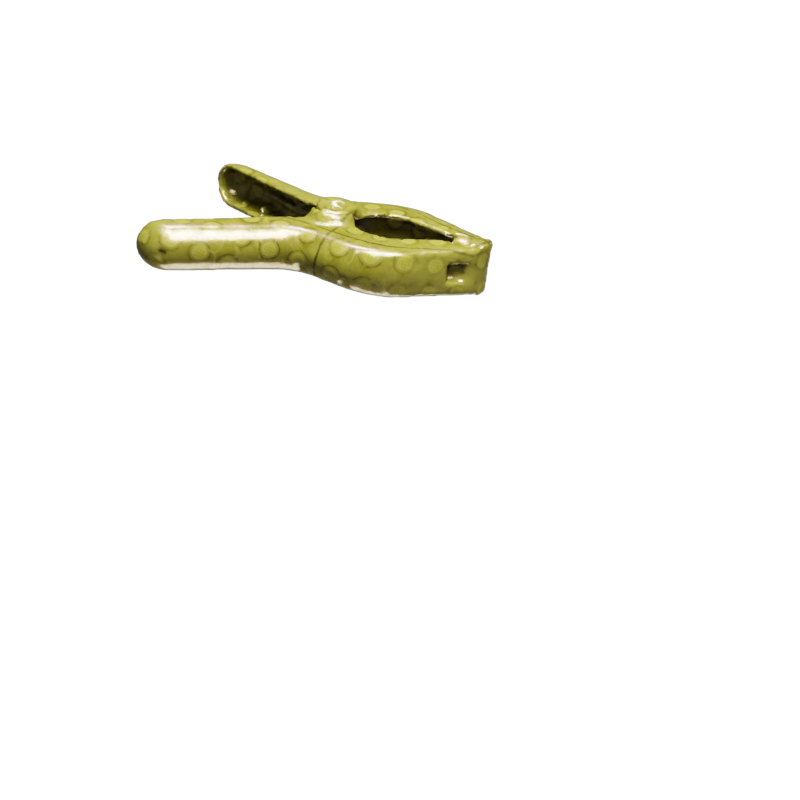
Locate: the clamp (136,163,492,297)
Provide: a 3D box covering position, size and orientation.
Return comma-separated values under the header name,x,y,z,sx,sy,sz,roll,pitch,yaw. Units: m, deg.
name,x,y,z,sx,sy,sz,roll,pitch,yaw
clamp,-0.044,-0.080,0.562,0.178,0.037,0.123,14,35,21
